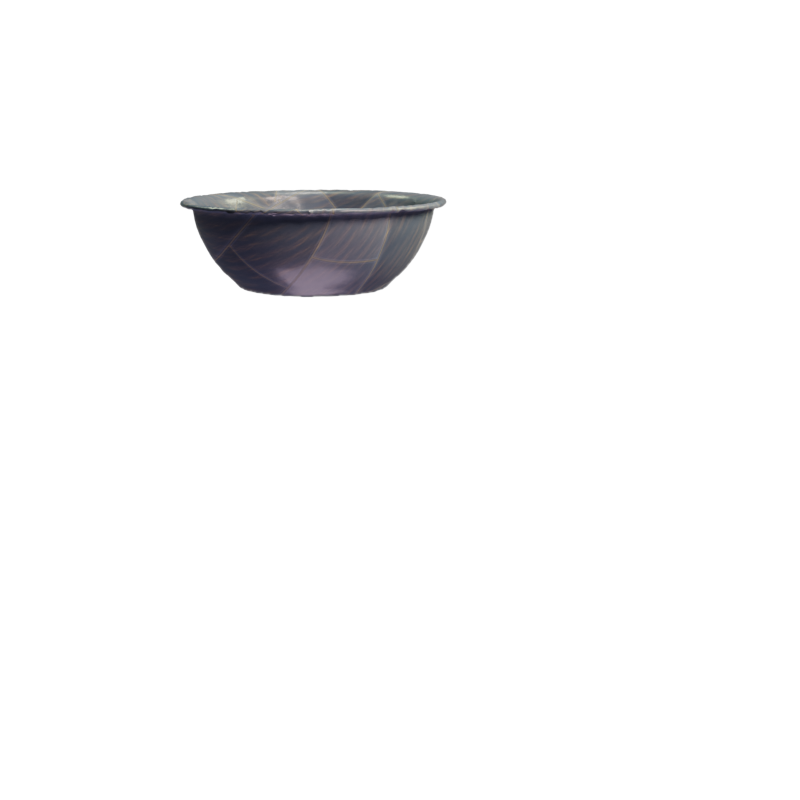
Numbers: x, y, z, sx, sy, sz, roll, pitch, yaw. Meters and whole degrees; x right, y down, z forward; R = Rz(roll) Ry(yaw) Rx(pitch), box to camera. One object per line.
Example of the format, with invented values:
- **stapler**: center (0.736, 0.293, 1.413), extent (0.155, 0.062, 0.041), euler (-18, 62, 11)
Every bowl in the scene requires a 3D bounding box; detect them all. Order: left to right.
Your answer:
- **bowl**: center (-0.053, -0.097, 0.679), extent (0.162, 0.054, 0.166), euler (0, 13, -2)
